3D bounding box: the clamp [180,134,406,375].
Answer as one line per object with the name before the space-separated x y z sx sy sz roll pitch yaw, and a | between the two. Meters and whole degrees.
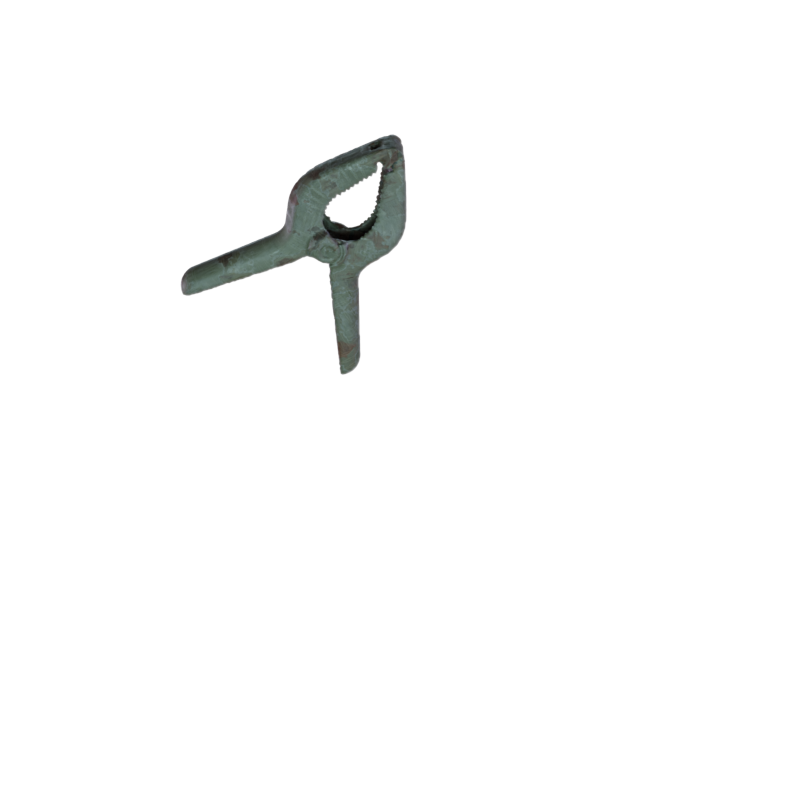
clamp | -0.069 -0.125 0.877 0.160 0.202 0.039 22 30 -14
